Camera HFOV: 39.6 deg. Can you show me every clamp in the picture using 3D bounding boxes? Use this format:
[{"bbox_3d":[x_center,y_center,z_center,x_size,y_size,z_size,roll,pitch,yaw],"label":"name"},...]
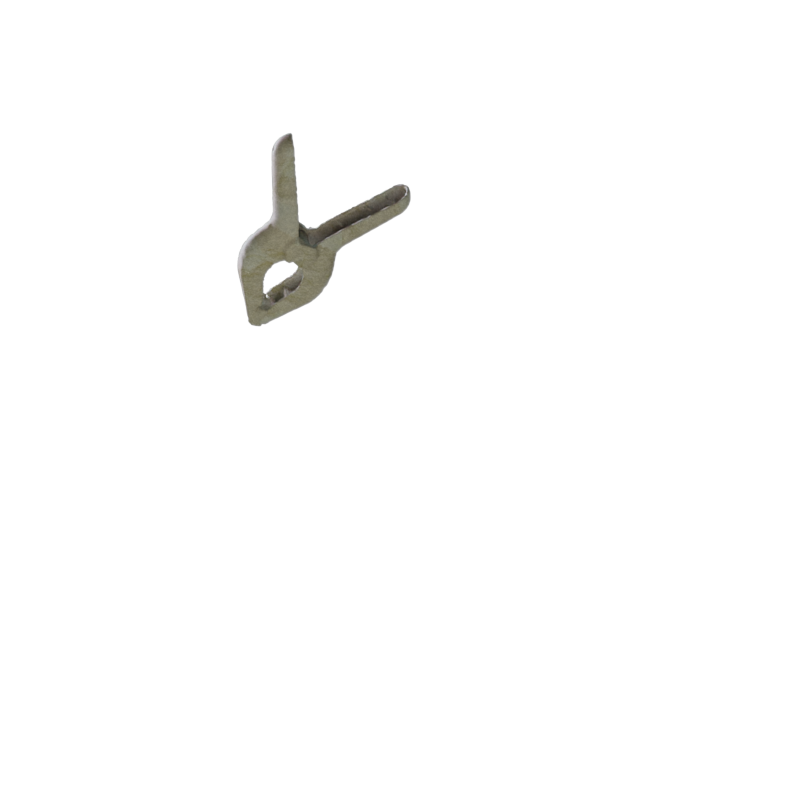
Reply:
[{"bbox_3d":[-0.070,-0.128,0.899,0.117,0.164,0.042,19,34,-14],"label":"clamp"}]
